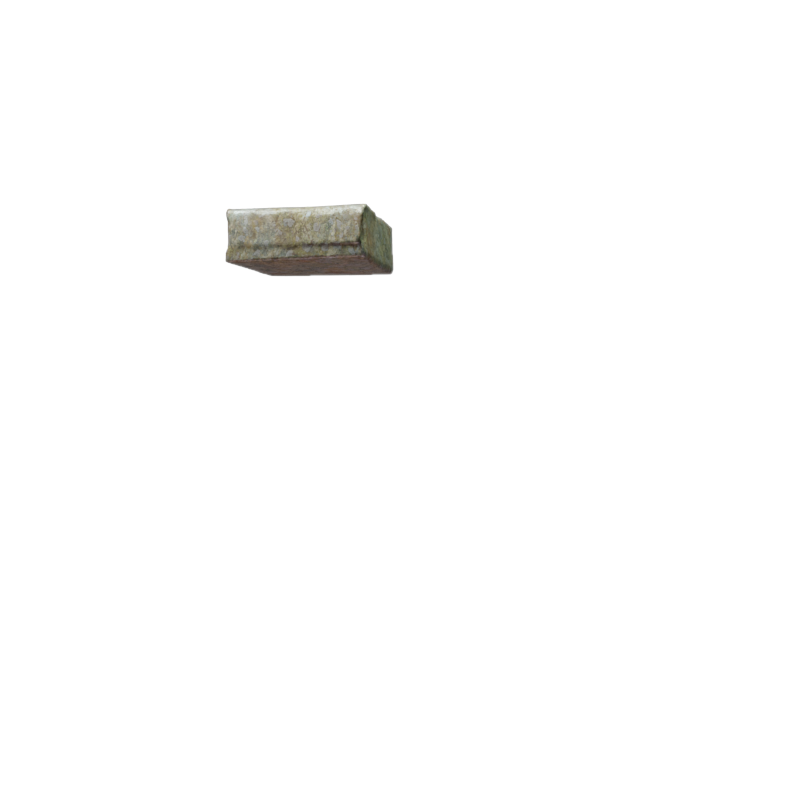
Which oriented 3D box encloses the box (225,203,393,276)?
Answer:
[{"bbox_3d":[-0.046,-0.085,0.594,0.074,0.030,0.087,0,0,11],"label":"box"}]
